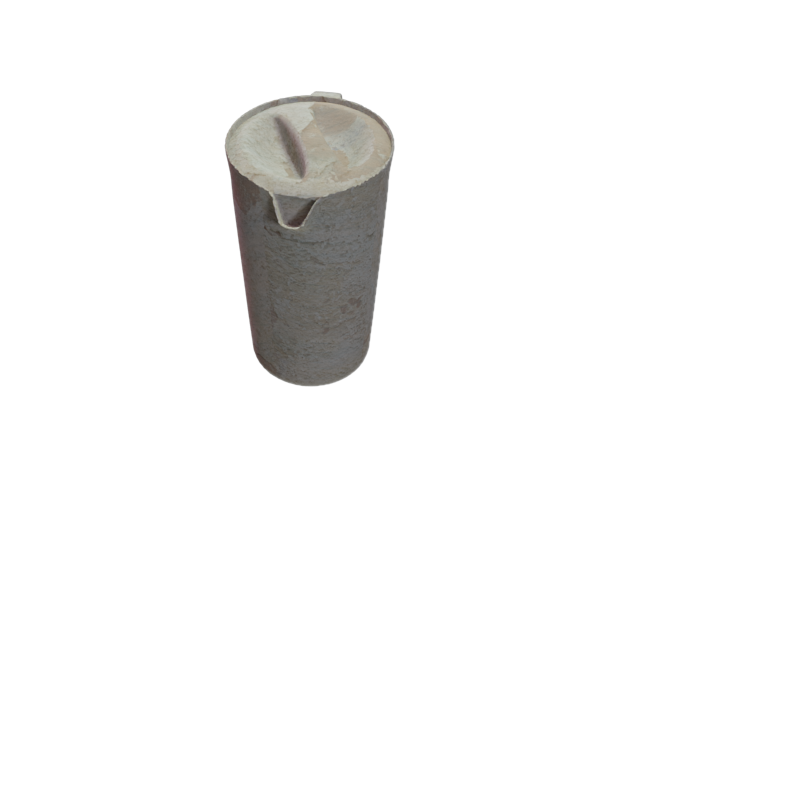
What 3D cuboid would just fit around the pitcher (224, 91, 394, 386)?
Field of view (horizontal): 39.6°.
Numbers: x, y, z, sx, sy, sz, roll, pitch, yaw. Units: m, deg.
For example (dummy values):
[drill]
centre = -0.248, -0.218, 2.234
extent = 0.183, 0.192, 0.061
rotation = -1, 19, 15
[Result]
[pitcher]
centre = -0.075, -0.136, 0.954
extent = 0.149, 0.226, 0.156
rotation = -28, 53, -27
